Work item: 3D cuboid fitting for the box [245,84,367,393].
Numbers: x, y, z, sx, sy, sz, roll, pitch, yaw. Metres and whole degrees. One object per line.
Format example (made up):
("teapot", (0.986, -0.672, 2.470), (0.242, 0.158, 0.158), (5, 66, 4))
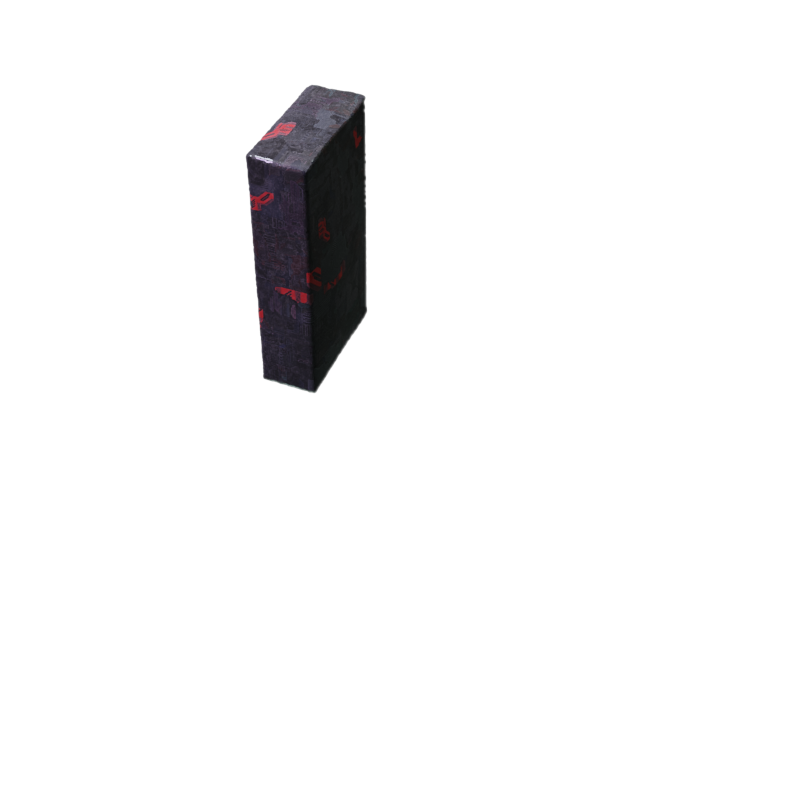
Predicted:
("box", (-0.055, -0.101, 0.708), (0.049, 0.164, 0.097), (16, 44, 14))
